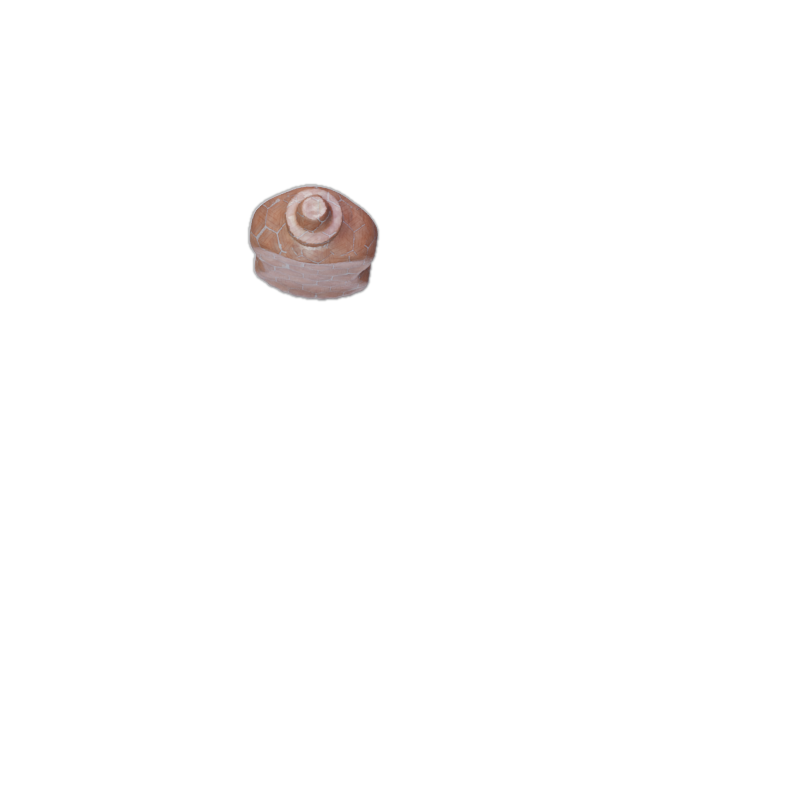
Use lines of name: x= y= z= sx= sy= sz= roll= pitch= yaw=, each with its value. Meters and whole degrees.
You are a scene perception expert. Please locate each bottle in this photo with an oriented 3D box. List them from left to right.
bottle: x=-0.066 y=-0.121 z=0.844 sx=0.096 sy=0.060 sz=0.188 roll=9 pitch=-7 yaw=-2
